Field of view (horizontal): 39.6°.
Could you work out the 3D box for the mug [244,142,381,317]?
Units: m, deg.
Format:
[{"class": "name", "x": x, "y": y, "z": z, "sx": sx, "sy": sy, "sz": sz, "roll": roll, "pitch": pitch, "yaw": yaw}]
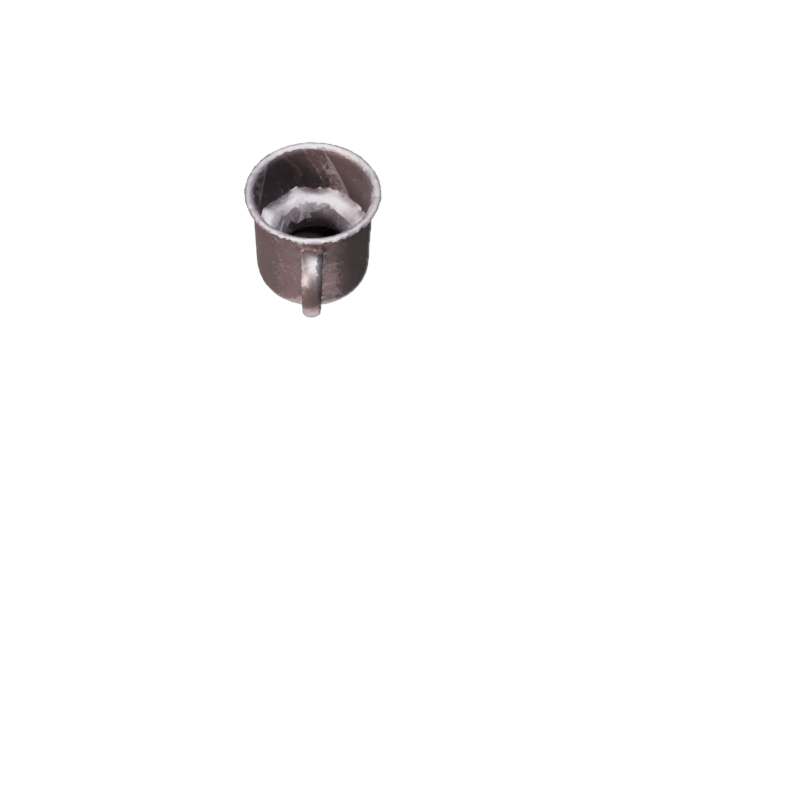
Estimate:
[{"class": "mug", "x": -0.061, "y": -0.111, "z": 0.775, "sx": 0.093, "sy": 0.126, "sz": 0.076, "roll": -2, "pitch": -36, "yaw": -3}]
